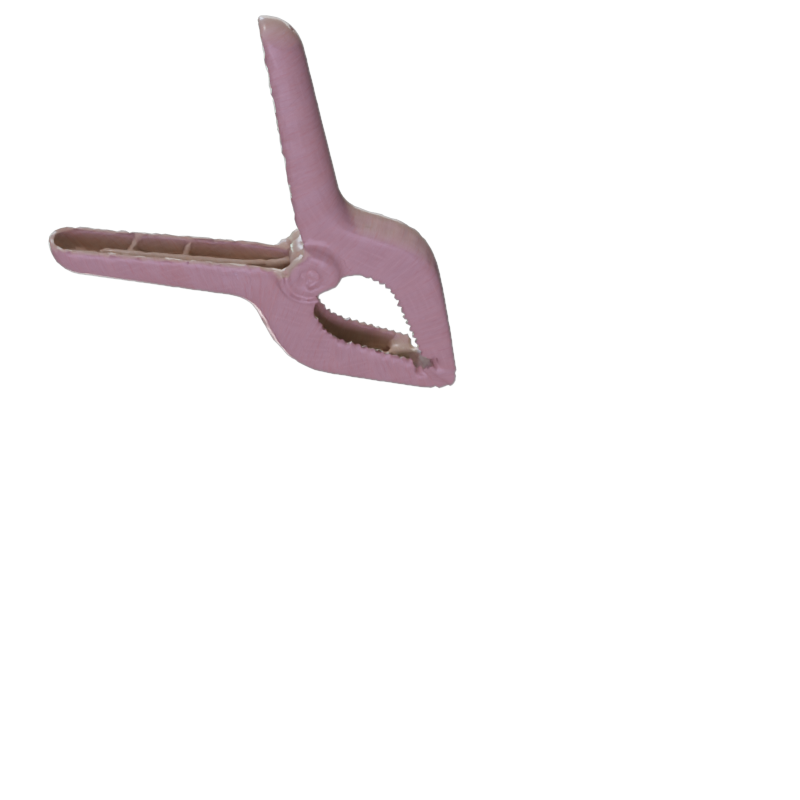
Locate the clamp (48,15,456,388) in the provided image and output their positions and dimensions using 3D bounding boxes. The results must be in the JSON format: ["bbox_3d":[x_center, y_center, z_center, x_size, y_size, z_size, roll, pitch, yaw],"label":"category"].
[{"bbox_3d":[-0.042,-0.077,0.542,0.201,0.161,0.039,32,29,-20],"label":"clamp"}]
